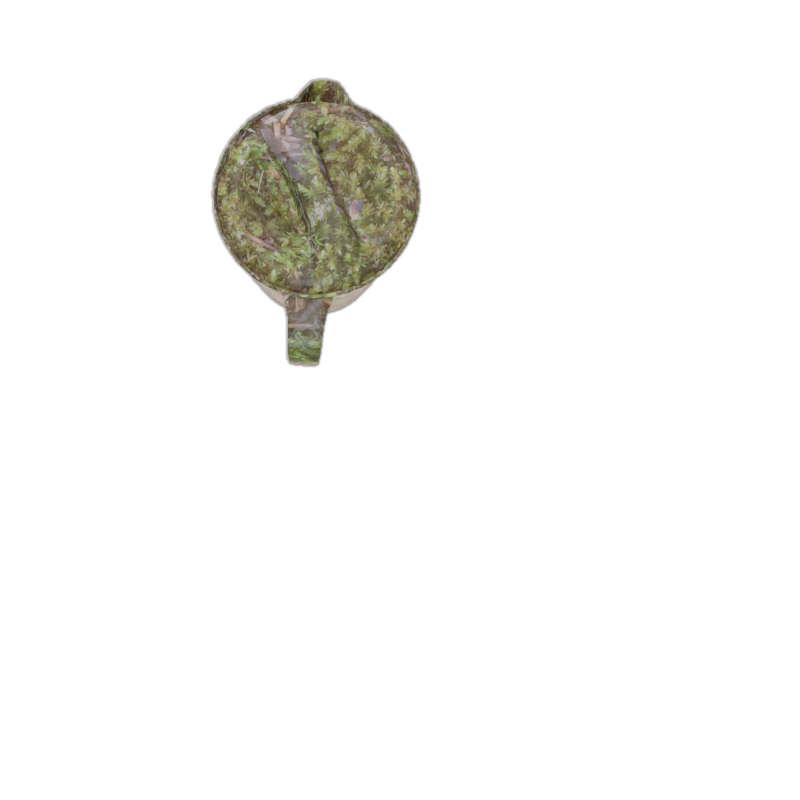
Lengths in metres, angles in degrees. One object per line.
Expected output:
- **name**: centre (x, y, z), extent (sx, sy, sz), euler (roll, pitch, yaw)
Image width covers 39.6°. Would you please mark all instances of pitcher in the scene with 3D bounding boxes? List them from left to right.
- **pitcher**: centre (-0.064, -0.117, 0.821), extent (0.150, 0.147, 0.240), euler (-42, -1, -5)
